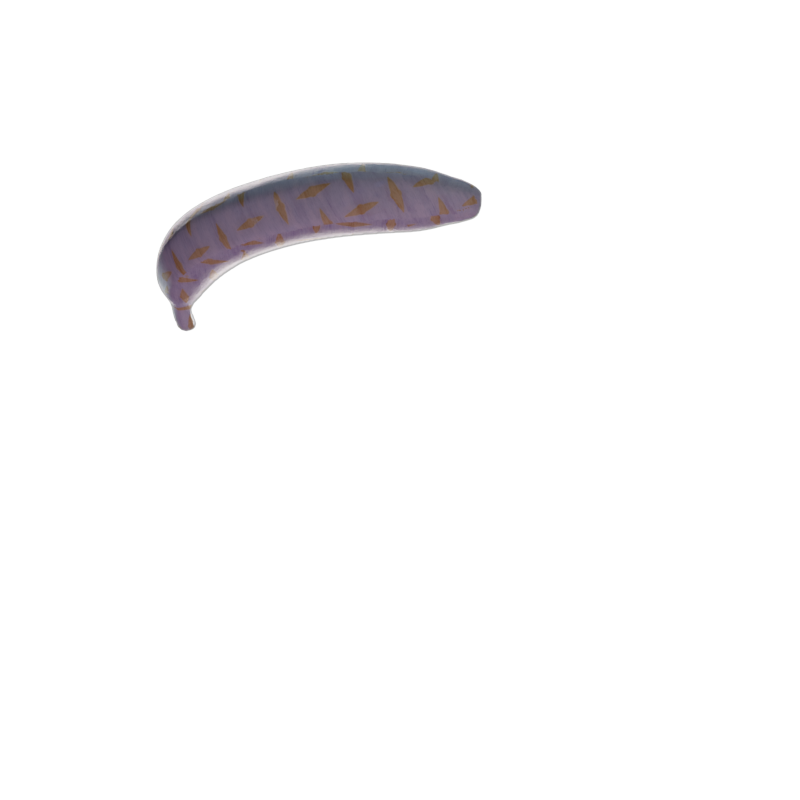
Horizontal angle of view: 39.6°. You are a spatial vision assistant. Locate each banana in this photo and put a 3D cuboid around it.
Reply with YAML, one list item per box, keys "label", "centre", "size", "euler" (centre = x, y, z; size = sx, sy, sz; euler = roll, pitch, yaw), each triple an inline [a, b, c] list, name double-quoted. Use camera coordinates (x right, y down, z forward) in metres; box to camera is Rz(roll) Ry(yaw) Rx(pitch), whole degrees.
- label: "banana"
  centre: [-0.059, -0.088, 0.571]
  size: [0.200, 0.039, 0.065]
  euler: [-16, -30, 29]
